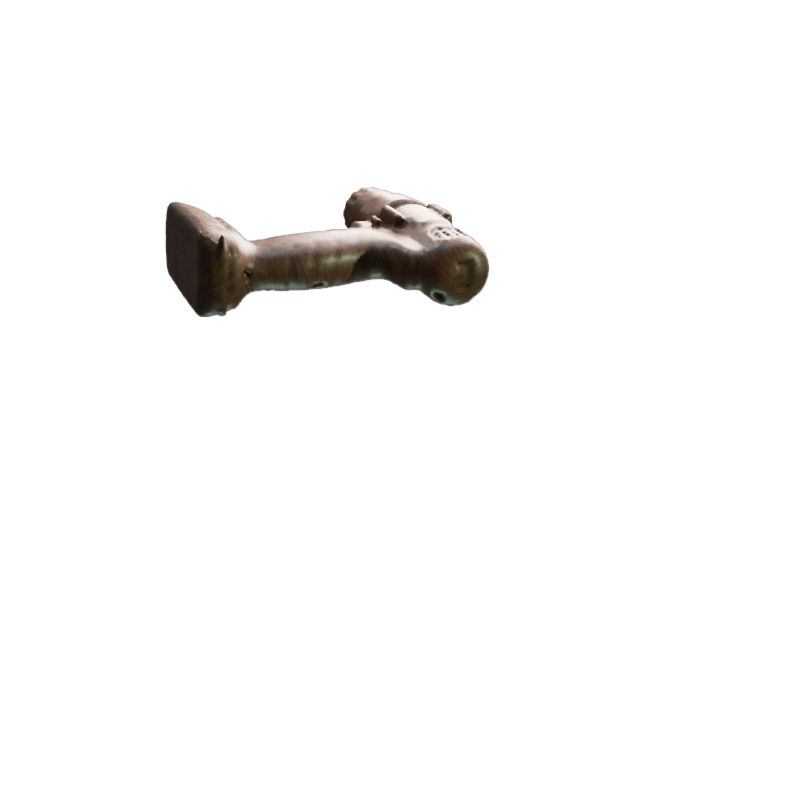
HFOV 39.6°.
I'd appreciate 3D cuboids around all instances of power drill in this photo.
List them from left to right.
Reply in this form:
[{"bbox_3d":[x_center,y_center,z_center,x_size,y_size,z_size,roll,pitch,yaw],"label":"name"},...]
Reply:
[{"bbox_3d":[-0.058,-0.106,0.739,0.184,0.055,0.196,-7,22,-19],"label":"power drill"}]
